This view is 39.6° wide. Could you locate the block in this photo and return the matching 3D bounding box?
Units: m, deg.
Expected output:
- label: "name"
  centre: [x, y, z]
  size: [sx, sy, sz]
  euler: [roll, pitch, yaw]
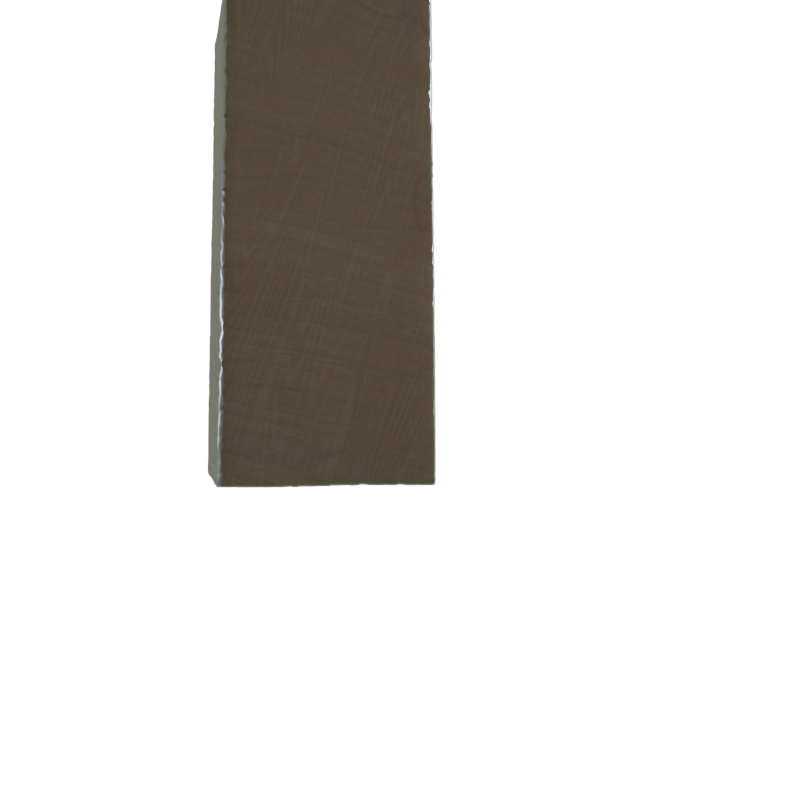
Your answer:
- label: "block"
  centre: [-0.038, -0.070, 0.491]
  size: [0.089, 0.210, 0.090]
  euler: [1, -7, -11]
